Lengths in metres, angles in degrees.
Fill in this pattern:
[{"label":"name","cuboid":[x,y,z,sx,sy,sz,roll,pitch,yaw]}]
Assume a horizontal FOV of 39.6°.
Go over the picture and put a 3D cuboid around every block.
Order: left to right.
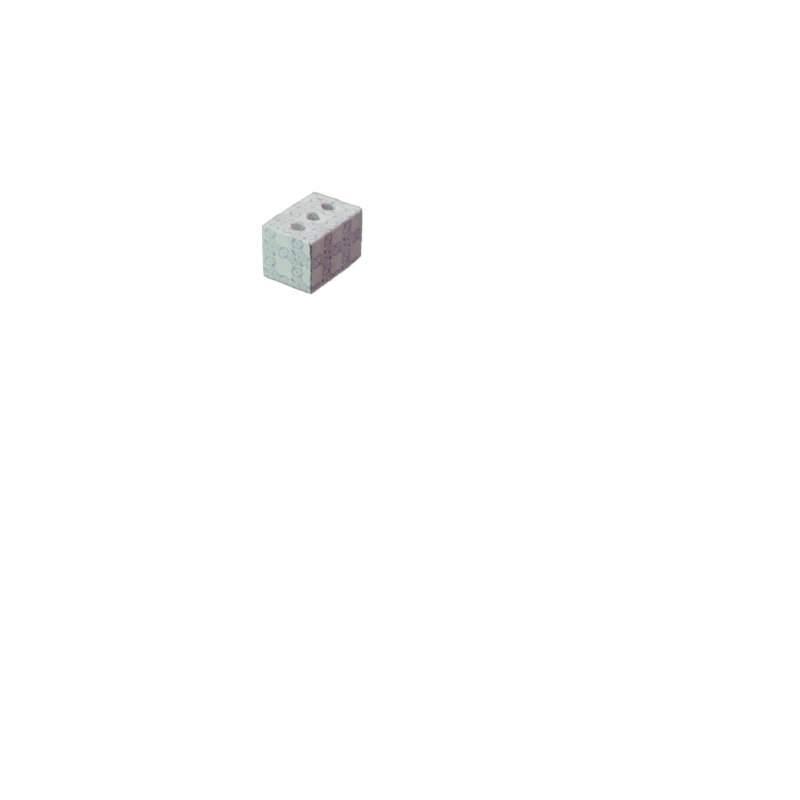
[{"label":"block","cuboid":[-0.074,-0.135,0.944,0.055,0.048,0.079,21,40,26]}]
